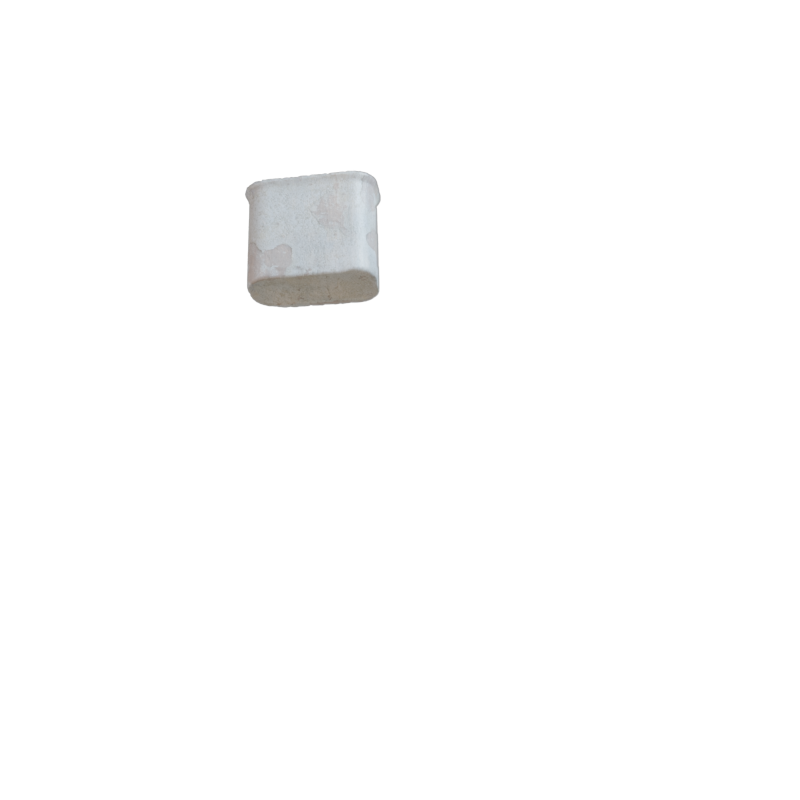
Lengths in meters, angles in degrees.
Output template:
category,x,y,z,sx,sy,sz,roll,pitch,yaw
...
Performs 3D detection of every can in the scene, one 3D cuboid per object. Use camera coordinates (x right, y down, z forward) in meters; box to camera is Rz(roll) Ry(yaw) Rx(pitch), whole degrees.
category,x,y,z,sx,sy,sz,roll,pitch,yaw
can,-0.065,-0.119,0.832,0.103,0.089,0.054,-5,-27,8
